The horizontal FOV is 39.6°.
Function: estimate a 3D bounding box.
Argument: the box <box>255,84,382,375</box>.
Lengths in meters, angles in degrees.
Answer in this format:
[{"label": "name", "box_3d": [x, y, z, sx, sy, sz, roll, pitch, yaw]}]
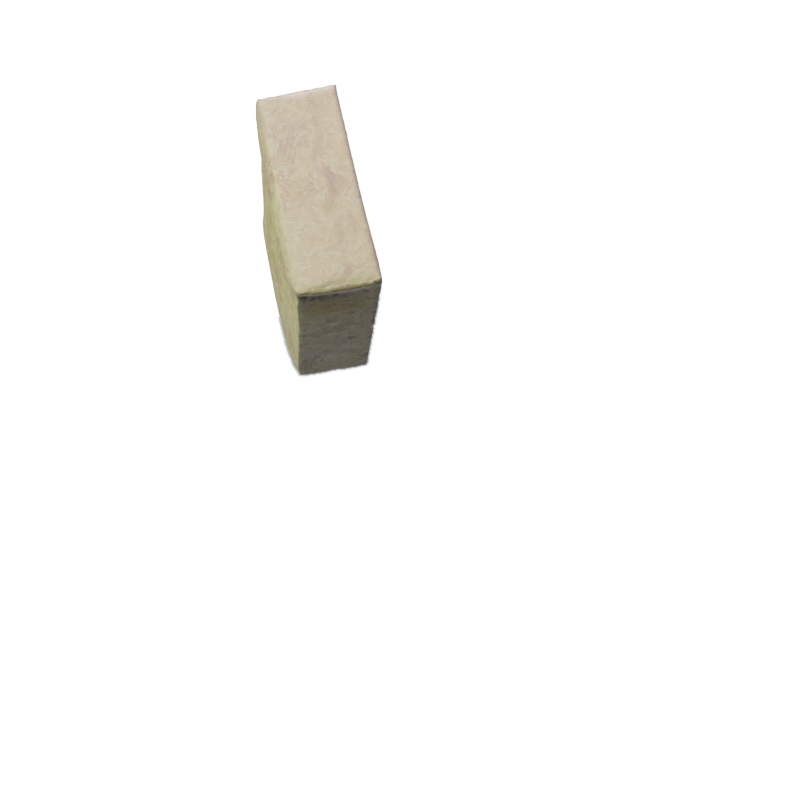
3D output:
[{"label": "box", "box_3d": [-0.071, -0.129, 0.901, 0.071, 0.173, 0.205, -11, -17, -7]}]
